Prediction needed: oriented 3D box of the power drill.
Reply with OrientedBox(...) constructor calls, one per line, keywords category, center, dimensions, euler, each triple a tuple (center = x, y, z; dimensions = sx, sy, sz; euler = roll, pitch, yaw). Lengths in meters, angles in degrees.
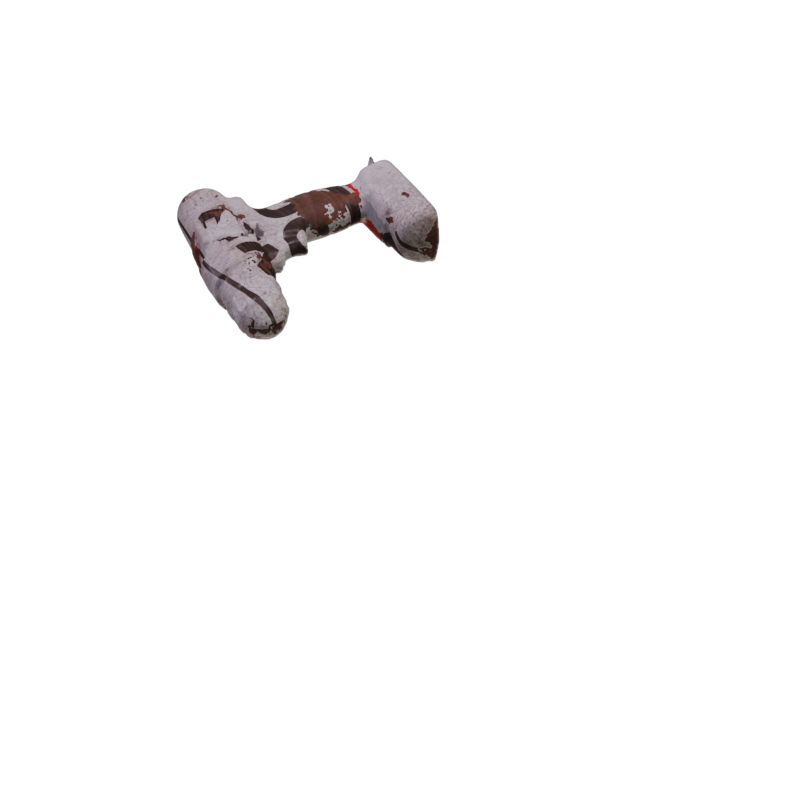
OrientedBox(category="power drill", center=(-0.068, -0.124, 0.871), dimensions=(0.185, 0.054, 0.200), euler=(-15, 41, -18))
